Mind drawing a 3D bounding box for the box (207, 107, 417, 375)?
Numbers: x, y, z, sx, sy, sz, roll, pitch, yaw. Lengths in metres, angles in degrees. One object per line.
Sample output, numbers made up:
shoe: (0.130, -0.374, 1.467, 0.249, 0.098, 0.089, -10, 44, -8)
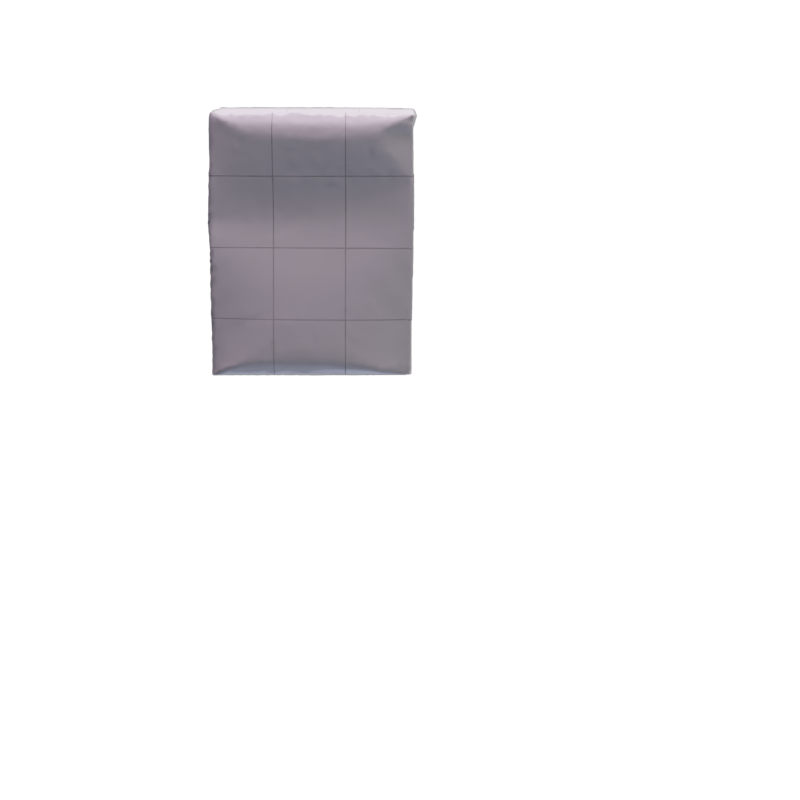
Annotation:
box: (-0.070, -0.128, 0.896, 0.165, 0.208, 0.073, 1, 11, 2)
